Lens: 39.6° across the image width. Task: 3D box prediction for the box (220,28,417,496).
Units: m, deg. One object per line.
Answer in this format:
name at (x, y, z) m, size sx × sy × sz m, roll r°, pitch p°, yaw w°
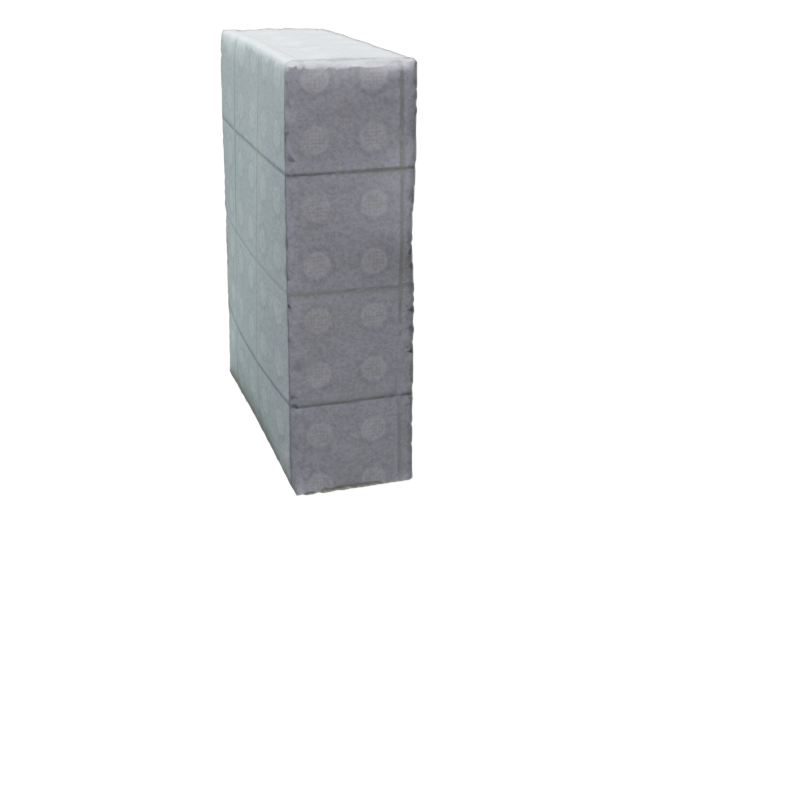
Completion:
box at (-0.047, -0.085, 0.594) m, size 0.070 × 0.205 × 0.174 m, roll -5°, pitch 20°, yaw -18°
